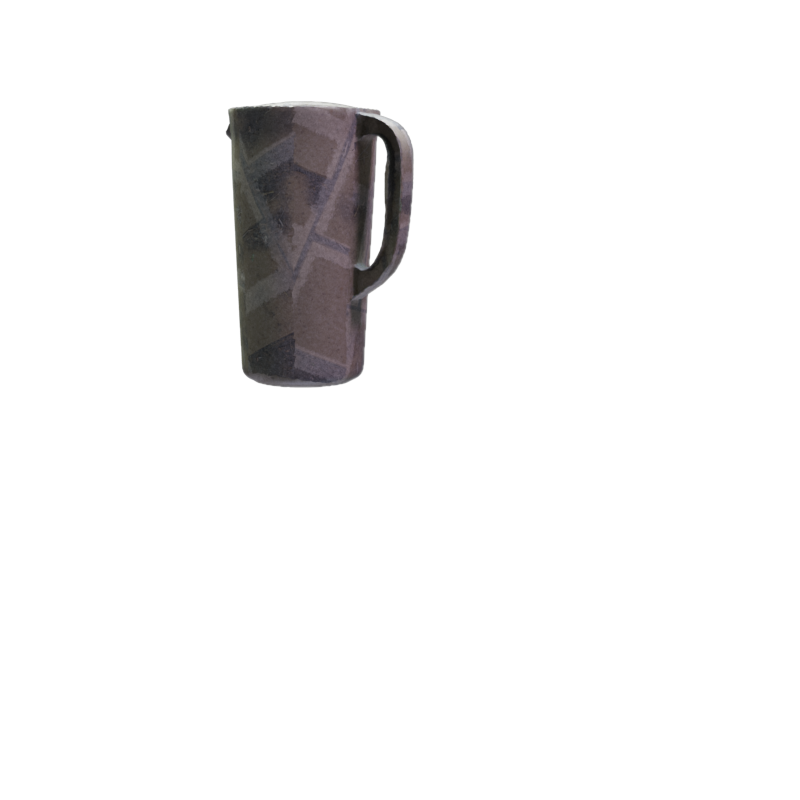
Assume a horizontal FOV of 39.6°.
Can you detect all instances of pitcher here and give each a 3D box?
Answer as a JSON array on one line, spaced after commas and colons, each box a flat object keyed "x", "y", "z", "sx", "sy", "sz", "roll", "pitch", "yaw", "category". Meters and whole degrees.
[{"x": -0.075, "y": -0.138, "z": 0.964, "sx": 0.143, "sy": 0.241, "sz": 0.153, "roll": -1, "pitch": 6, "yaw": -13, "category": "pitcher"}]
